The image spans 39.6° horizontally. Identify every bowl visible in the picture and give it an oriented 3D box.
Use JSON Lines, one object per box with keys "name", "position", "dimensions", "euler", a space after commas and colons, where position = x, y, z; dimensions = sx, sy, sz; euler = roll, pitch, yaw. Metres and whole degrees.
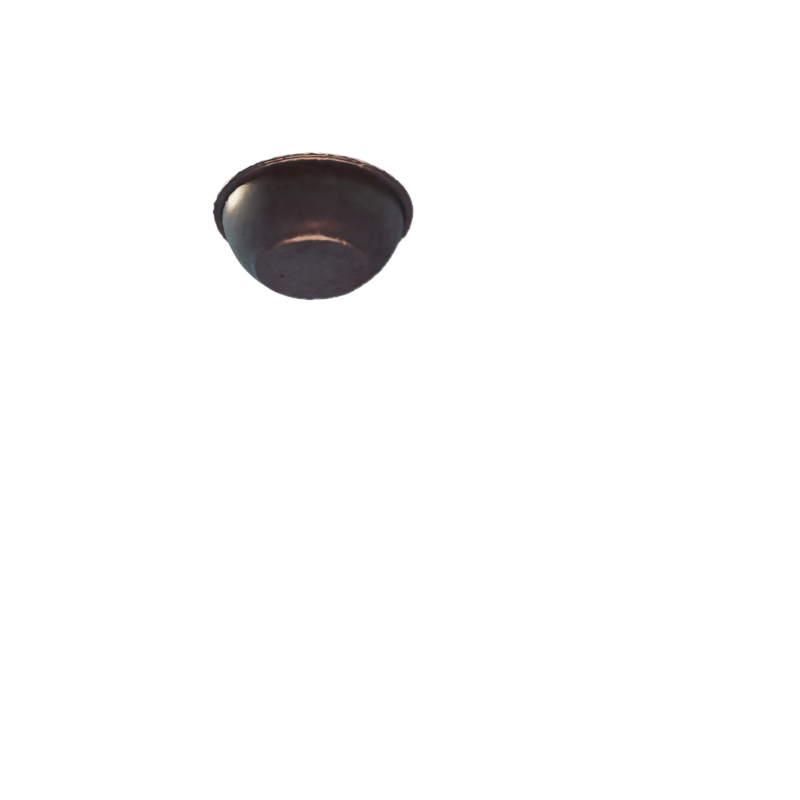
{"name": "bowl", "position": [-0.069, -0.126, 0.881], "dimensions": [0.162, 0.059, 0.152], "euler": [1, -29, -2]}
